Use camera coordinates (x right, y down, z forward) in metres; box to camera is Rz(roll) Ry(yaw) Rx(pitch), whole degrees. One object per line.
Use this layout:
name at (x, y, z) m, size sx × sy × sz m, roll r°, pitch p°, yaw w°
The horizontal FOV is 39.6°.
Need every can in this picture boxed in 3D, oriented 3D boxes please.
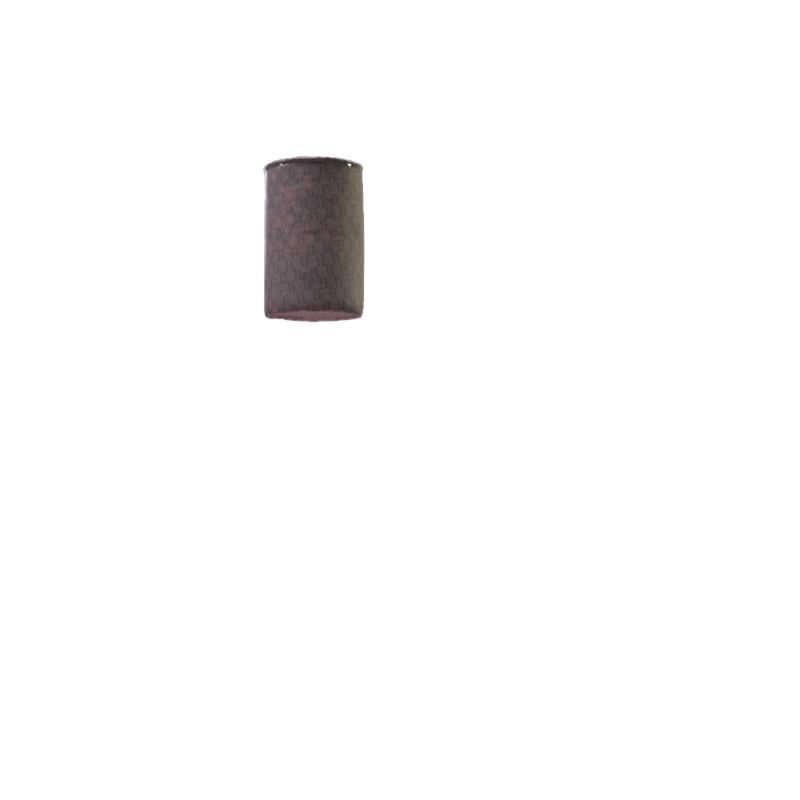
can at (-0.058, -0.106, 0.744) m, size 0.068 × 0.104 × 0.067 m, roll 0°, pitch -7°, yaw -2°
